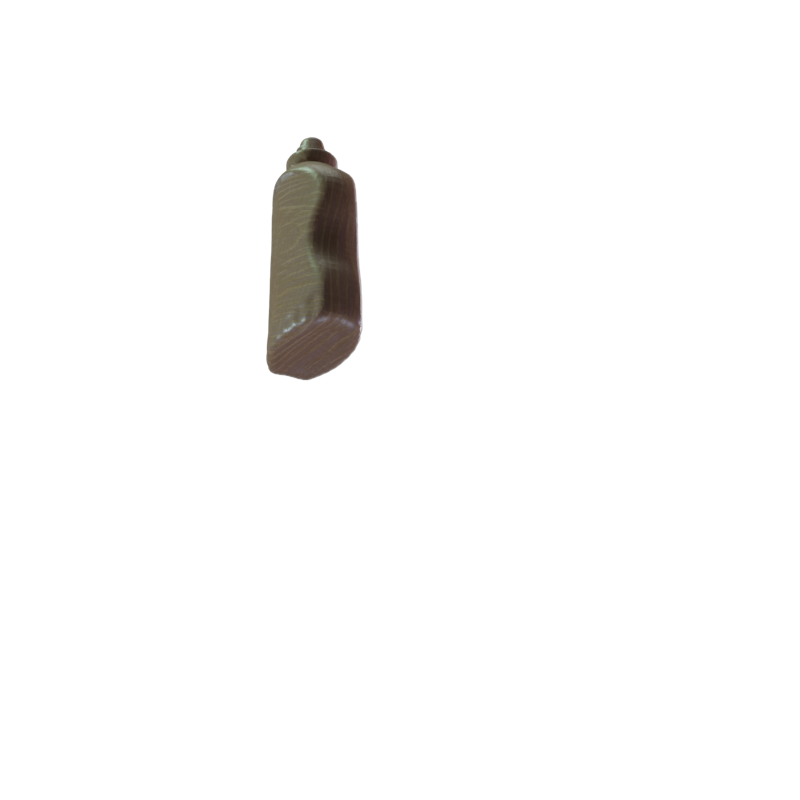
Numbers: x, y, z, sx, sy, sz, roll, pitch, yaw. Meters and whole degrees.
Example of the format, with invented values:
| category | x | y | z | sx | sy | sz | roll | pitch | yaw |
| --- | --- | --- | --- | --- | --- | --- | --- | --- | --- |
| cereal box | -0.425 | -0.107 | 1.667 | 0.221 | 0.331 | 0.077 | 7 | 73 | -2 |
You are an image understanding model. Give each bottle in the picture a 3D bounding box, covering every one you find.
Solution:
| category | x | y | z | sx | sy | sz | roll | pitch | yaw |
| --- | --- | --- | --- | --- | --- | --- | --- | --- | --- |
| bottle | -0.066 | -0.119 | 0.835 | 0.056 | 0.205 | 0.093 | 13 | -35 | -23 |
